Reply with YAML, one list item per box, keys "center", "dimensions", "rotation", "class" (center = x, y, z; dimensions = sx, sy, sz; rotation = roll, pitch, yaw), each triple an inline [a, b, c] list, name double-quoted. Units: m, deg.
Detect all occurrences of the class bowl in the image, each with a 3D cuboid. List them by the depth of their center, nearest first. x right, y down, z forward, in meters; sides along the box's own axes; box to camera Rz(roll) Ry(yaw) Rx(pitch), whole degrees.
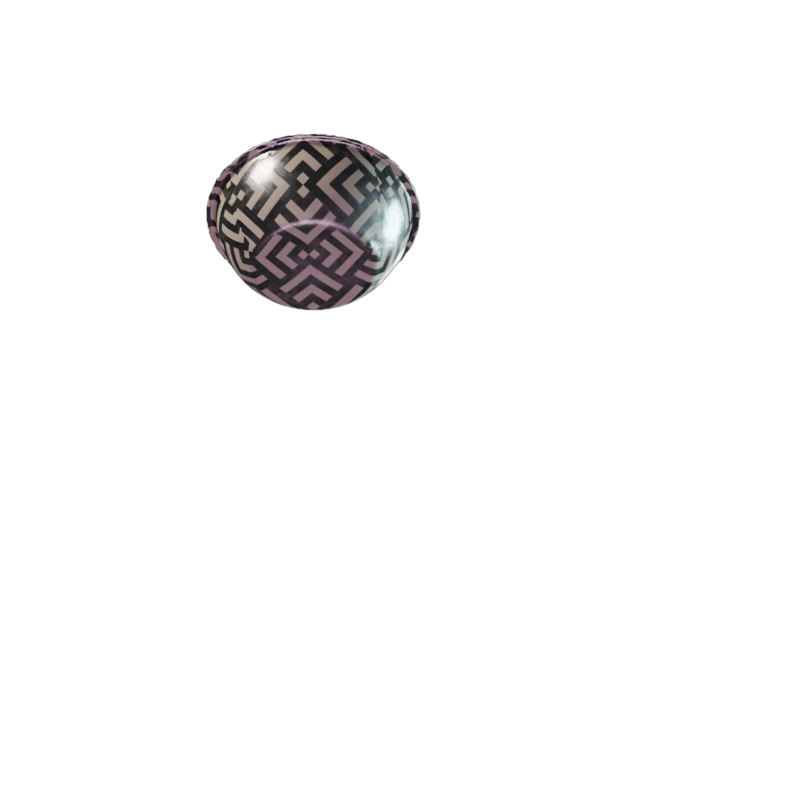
- center: [-0.064, -0.117, 0.819]
  dimensions: [0.162, 0.059, 0.151]
  rotation: [1, -43, -1]
  class: "bowl"
